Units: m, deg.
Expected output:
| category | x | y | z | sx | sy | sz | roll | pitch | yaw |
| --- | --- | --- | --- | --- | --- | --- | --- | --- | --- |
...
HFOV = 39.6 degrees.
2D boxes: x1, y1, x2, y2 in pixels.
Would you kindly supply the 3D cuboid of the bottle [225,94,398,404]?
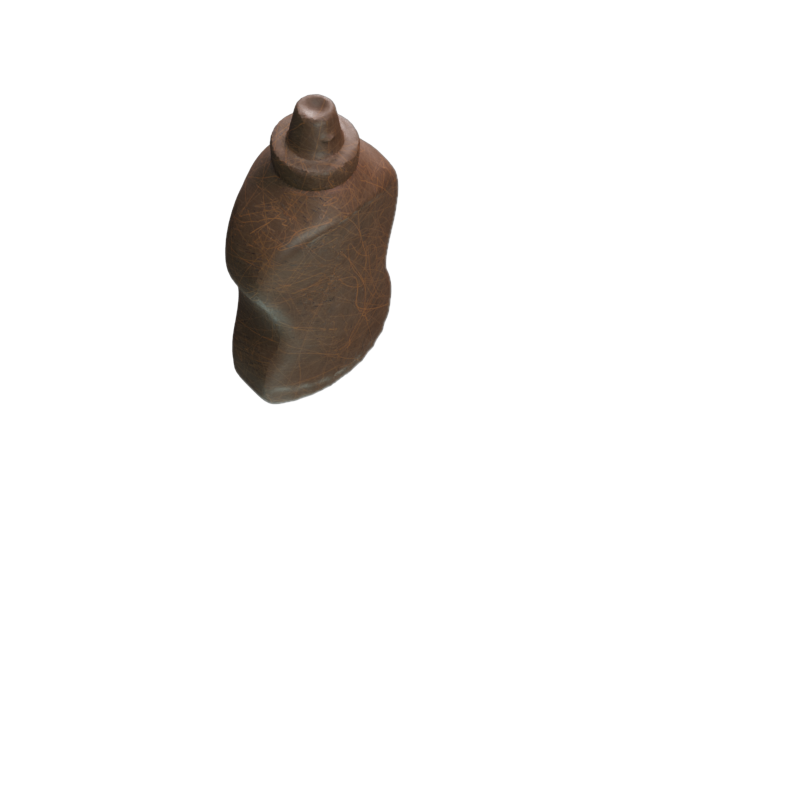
| category | x | y | z | sx | sy | sz | roll | pitch | yaw |
| --- | --- | --- | --- | --- | --- | --- | --- | --- | --- |
| bottle | -0.043 | -0.079 | 0.558 | 0.097 | 0.062 | 0.179 | -36 | -24 | -24 |
